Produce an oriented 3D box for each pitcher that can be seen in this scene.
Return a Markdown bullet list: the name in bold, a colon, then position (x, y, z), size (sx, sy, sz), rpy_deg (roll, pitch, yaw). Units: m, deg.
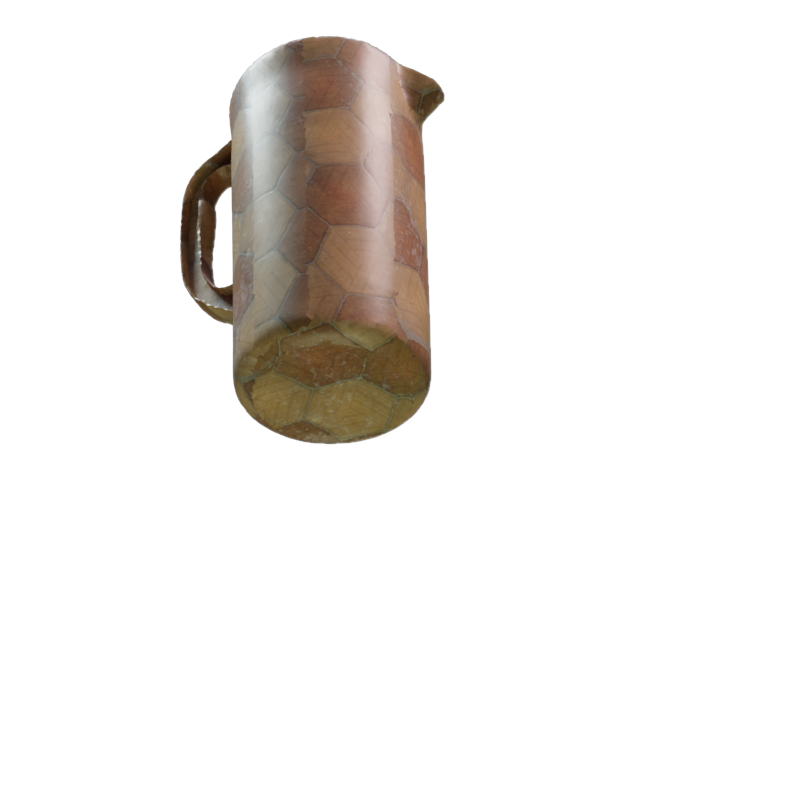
- **pitcher**: position (-0.053, -0.097, 0.681), size (0.141, 0.261, 0.143), rpy_deg (13, -43, -18)
